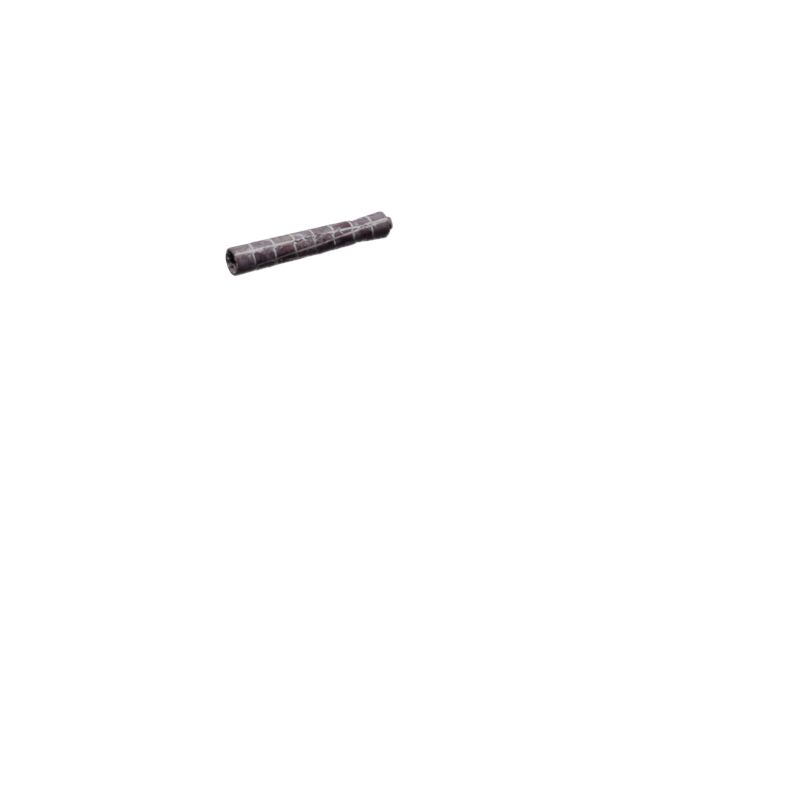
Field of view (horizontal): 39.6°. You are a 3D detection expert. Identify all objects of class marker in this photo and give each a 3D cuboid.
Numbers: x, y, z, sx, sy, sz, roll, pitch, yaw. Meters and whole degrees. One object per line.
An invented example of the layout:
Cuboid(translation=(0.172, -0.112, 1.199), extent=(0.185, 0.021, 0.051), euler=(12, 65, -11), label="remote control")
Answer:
Cuboid(translation=(-0.058, -0.105, 0.736), extent=(0.119, 0.019, 0.020), euler=(-18, 12, -26), label="marker")
